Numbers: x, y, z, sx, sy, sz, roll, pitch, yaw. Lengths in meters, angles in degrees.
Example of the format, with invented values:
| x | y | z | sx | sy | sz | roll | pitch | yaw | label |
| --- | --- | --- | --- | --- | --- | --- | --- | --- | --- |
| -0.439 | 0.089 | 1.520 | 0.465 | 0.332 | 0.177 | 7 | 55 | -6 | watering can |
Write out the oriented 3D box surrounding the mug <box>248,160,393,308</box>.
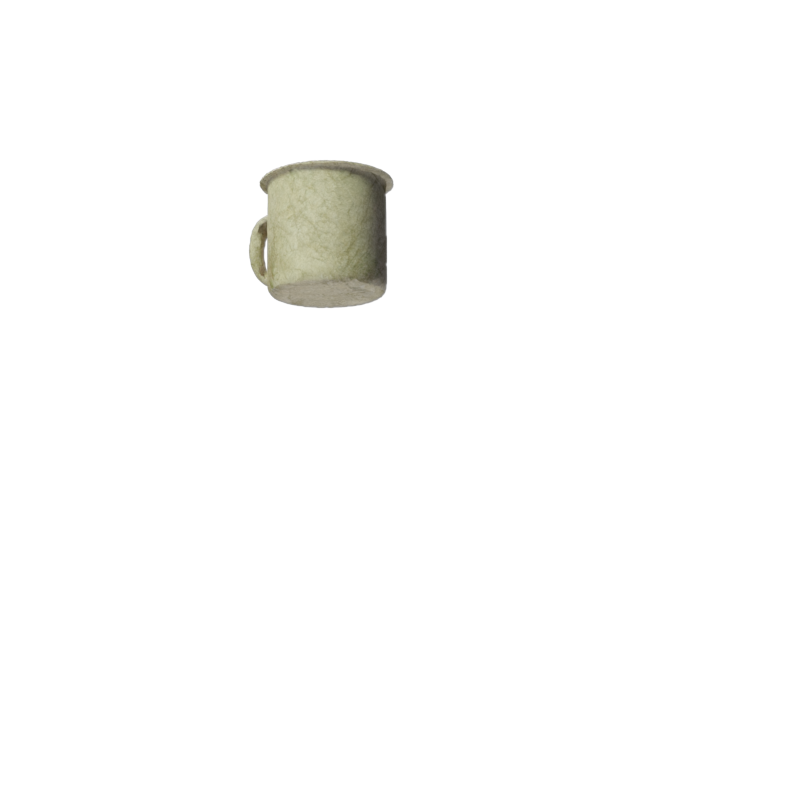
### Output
| x | y | z | sx | sy | sz | roll | pitch | yaw | label |
| --- | --- | --- | --- | --- | --- | --- | --- | --- | --- |
| -0.060 | -0.109 | 0.767 | 0.120 | 0.084 | 0.088 | -8 | -14 | 36 | mug |
